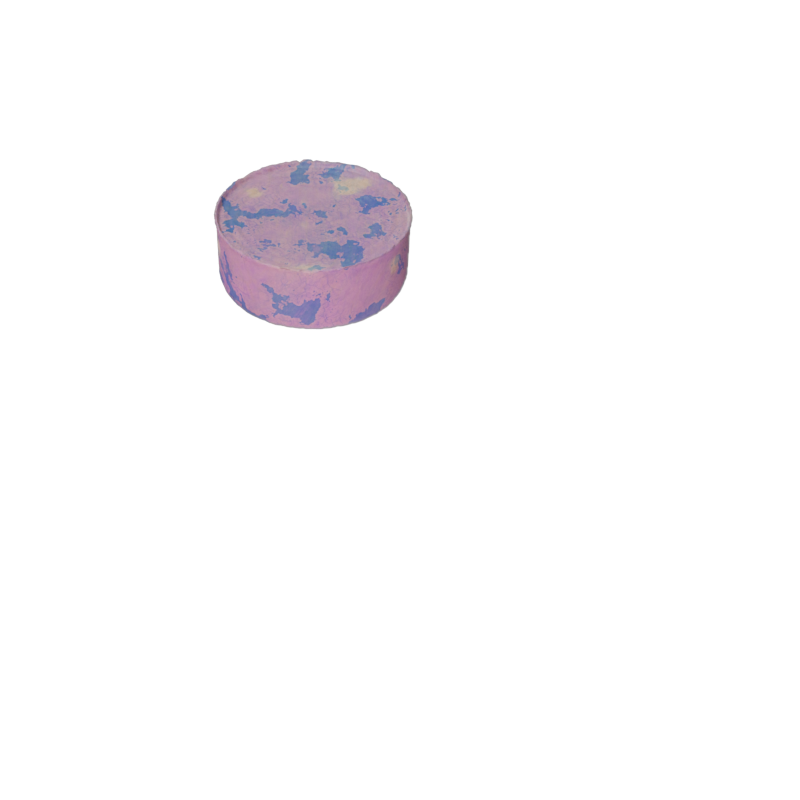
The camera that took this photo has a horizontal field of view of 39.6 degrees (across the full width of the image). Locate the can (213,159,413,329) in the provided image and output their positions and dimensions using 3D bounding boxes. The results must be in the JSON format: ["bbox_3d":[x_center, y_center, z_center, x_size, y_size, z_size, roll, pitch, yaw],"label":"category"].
[{"bbox_3d":[-0.038,-0.070,0.489,0.086,0.031,0.092,-1,40,-2],"label":"can"}]
